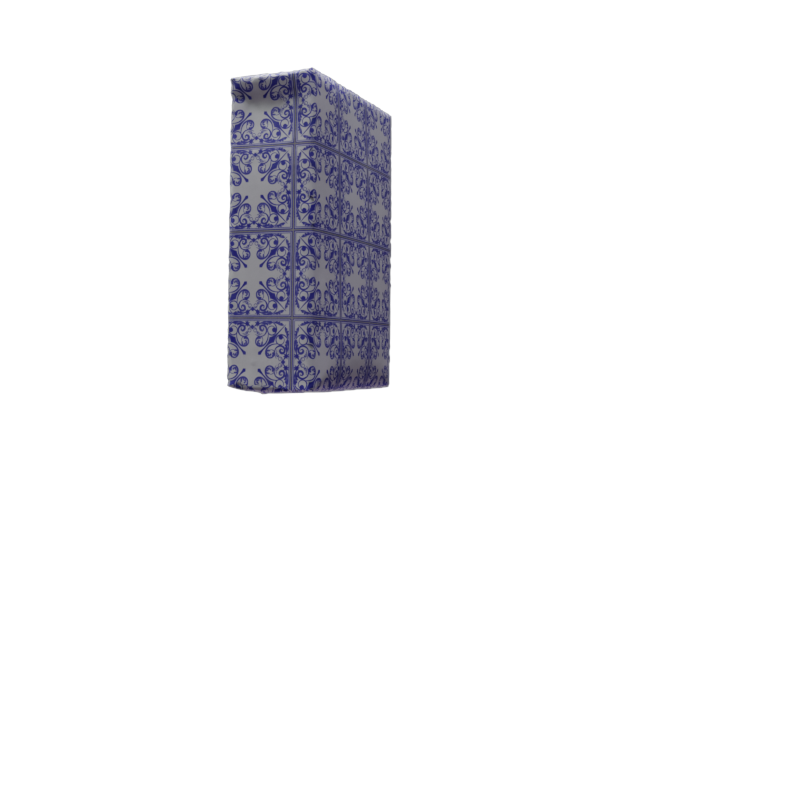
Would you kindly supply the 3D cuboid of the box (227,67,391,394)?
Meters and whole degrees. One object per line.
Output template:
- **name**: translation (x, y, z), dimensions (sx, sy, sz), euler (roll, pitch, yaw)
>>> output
- **box**: translation (-0.062, -0.114, 0.798), dimensions (0.073, 0.216, 0.159), euler (-2, -3, 19)
